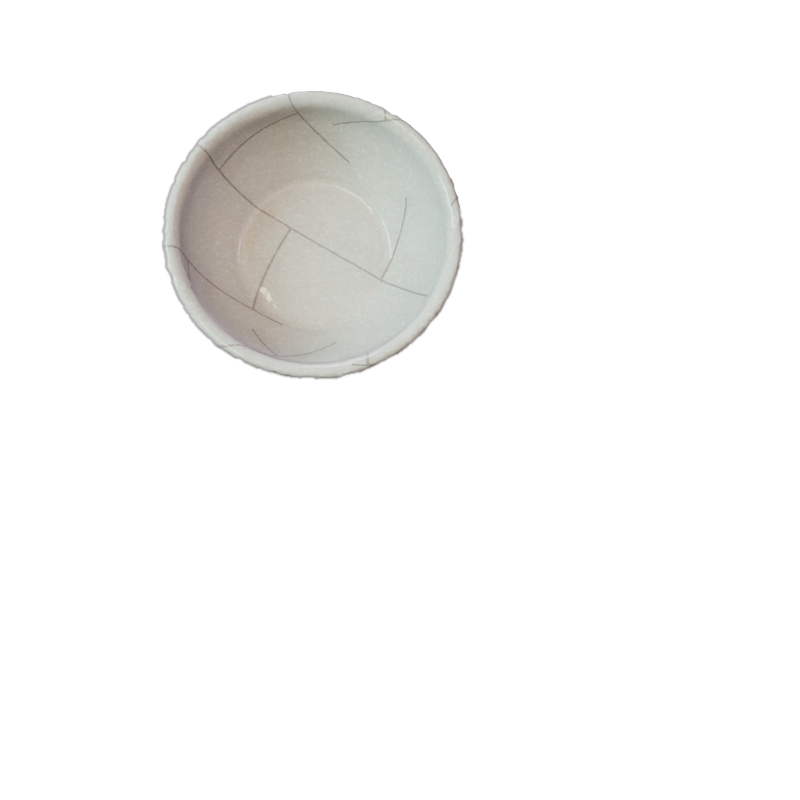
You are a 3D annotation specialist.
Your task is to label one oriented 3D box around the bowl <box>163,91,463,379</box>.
[{"bbox_3d":[-0.049,-0.089,0.622,0.162,0.168,0.053,0,-14,-1],"label":"bowl"}]
